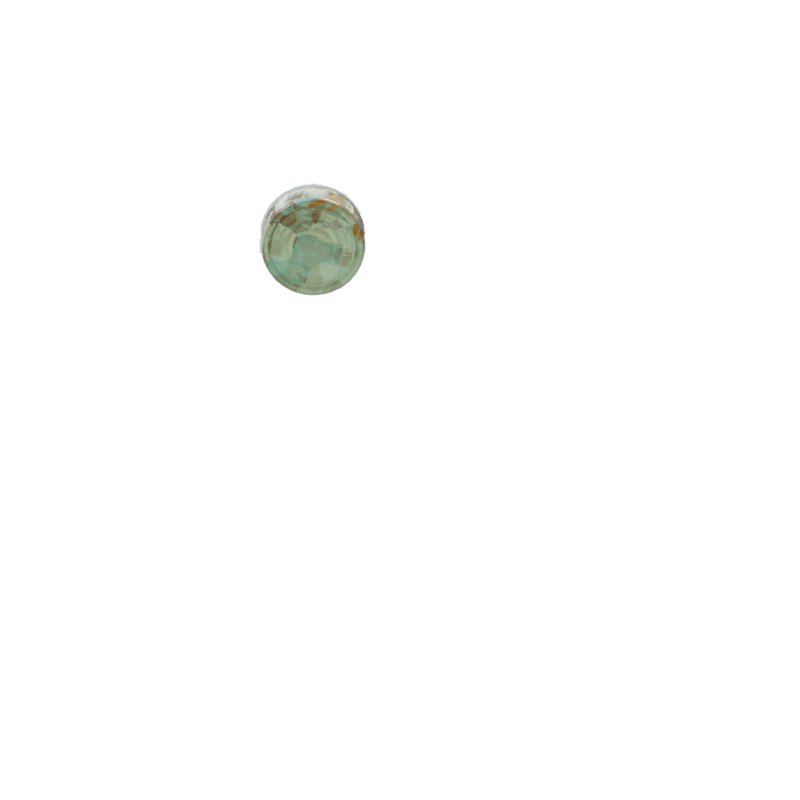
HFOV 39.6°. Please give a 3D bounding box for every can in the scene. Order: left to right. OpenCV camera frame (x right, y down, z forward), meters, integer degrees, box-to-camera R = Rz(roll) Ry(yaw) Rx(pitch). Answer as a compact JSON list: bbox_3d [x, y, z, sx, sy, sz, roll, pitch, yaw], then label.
[{"bbox_3d":[-0.071,-0.130,0.909,0.086,0.082,0.035,1,23,-1],"label":"can"}]
